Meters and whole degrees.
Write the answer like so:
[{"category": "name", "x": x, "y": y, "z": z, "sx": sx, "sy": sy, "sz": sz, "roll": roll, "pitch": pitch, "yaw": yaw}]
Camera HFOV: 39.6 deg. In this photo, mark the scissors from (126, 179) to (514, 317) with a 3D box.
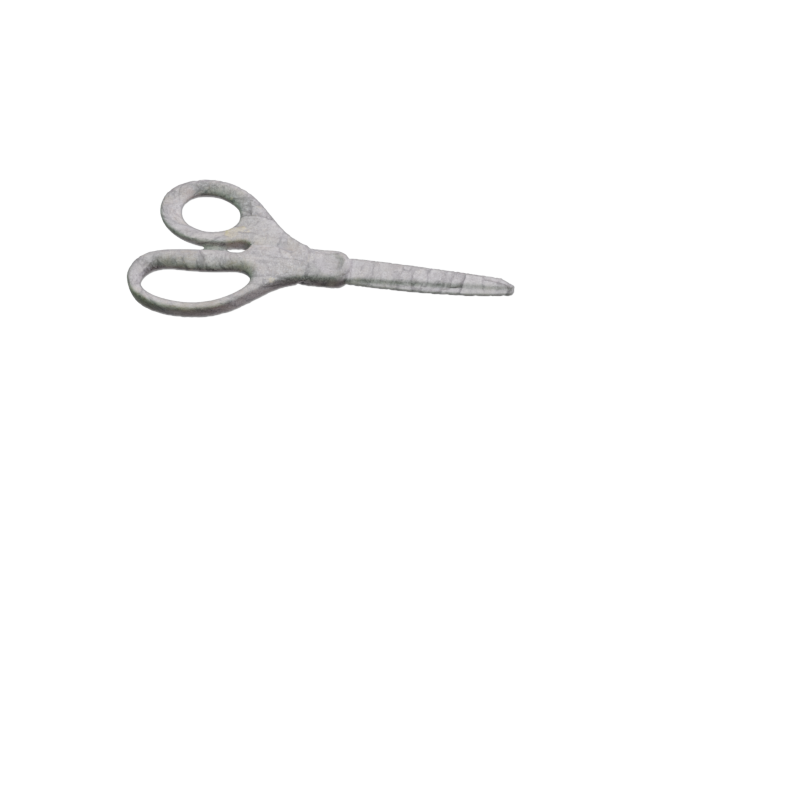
[{"category": "scissors", "x": -0.047, "y": -0.086, "z": 0.603, "sx": 0.201, "sy": 0.103, "sz": 0.015, "roll": -7, "pitch": -34, "yaw": -5}]
